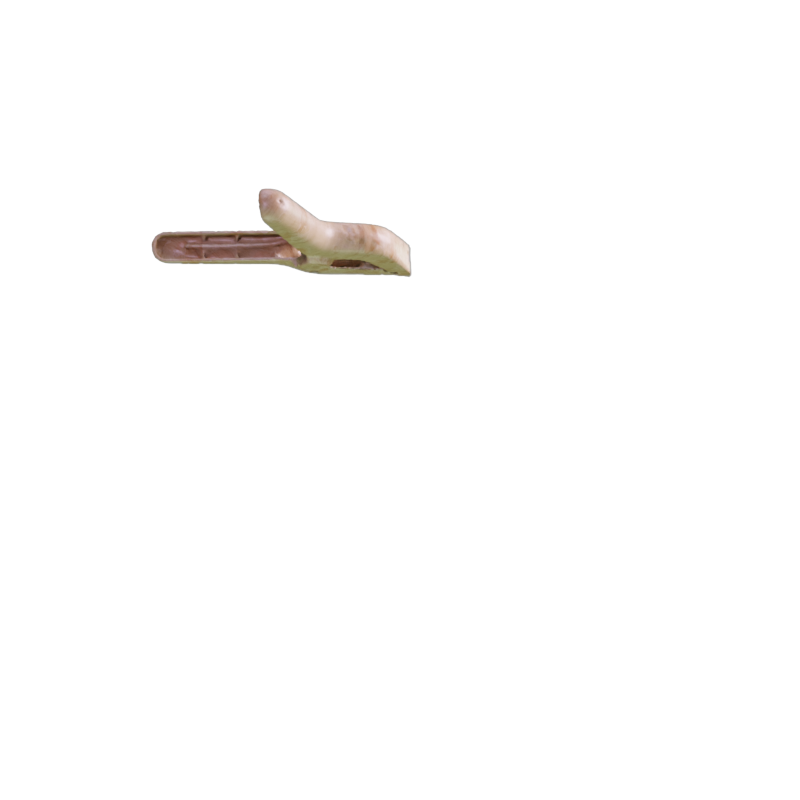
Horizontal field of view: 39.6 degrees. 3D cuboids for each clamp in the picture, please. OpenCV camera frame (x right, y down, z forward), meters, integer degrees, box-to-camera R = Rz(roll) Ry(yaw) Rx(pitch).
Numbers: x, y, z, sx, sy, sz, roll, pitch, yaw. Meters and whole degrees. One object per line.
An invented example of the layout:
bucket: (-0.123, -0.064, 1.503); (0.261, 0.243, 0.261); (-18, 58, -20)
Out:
clamp: (-0.068, -0.124, 0.866); (0.202, 0.037, 0.167); (4, -7, -31)
